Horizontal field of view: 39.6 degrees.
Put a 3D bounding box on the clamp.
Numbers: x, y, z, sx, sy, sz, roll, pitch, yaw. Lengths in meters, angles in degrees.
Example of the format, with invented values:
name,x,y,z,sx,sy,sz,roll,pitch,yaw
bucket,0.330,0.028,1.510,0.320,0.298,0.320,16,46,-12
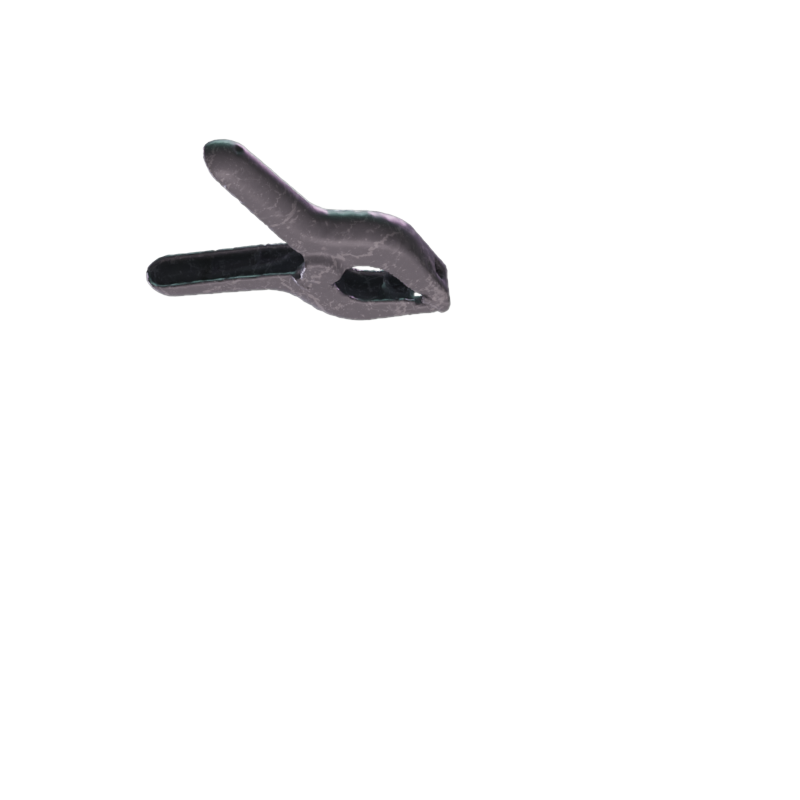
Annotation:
name,x,y,z,sx,sy,sz,roll,pitch,yaw
clamp,-0.048,-0.087,0.607,0.168,0.042,0.115,7,-29,-13
